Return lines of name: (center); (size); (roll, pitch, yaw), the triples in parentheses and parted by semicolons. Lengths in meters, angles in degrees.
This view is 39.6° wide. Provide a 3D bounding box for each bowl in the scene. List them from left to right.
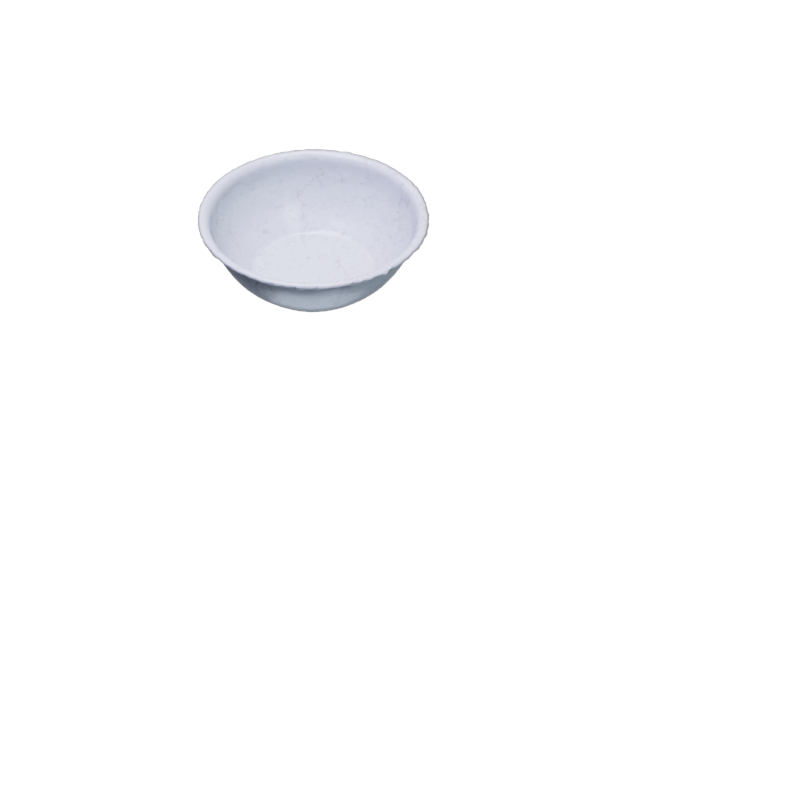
bowl: (-0.062, -0.113, 0.788); (0.162, 0.051, 0.174); (-1, 43, -1)
